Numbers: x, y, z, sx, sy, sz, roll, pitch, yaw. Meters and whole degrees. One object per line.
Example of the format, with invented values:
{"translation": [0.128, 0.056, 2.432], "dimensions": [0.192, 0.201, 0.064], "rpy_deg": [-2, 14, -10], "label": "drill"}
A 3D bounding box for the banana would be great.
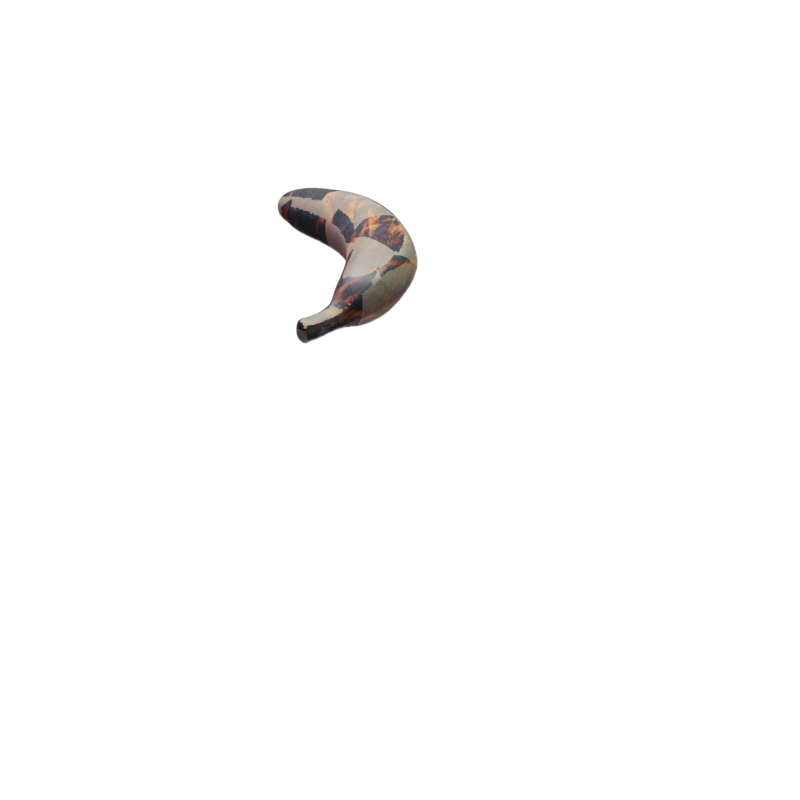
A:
{"translation": [-0.029, -0.087, 0.615], "dimensions": [0.069, 0.035, 0.209], "rpy_deg": [-3, 25, -7], "label": "banana"}
